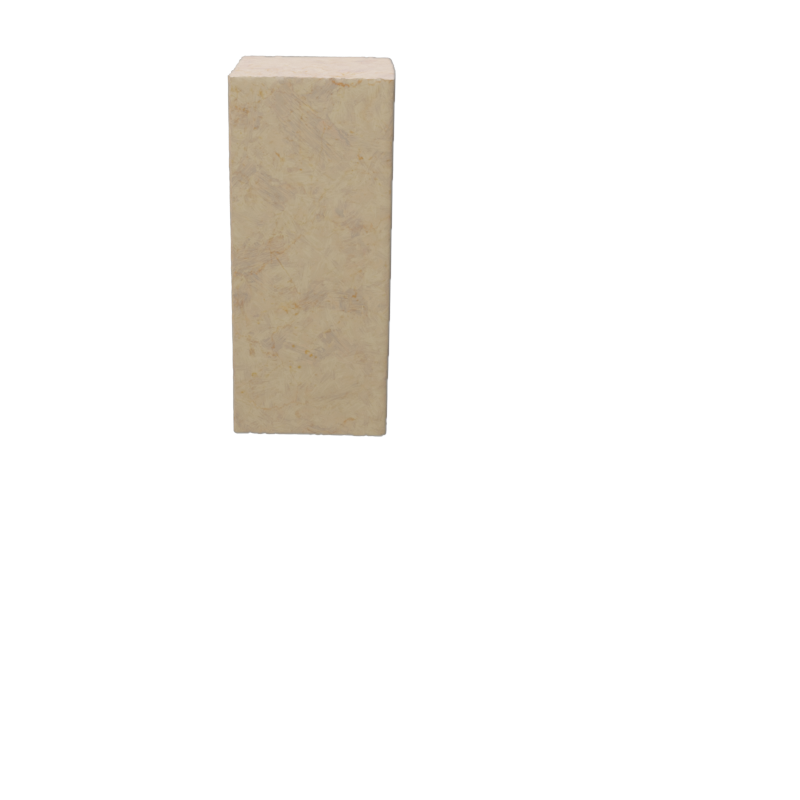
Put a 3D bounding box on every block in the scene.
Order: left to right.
[{"bbox_3d":[-0.051,-0.093,0.649,0.091,0.198,0.094,1,18,0],"label":"block"}]
